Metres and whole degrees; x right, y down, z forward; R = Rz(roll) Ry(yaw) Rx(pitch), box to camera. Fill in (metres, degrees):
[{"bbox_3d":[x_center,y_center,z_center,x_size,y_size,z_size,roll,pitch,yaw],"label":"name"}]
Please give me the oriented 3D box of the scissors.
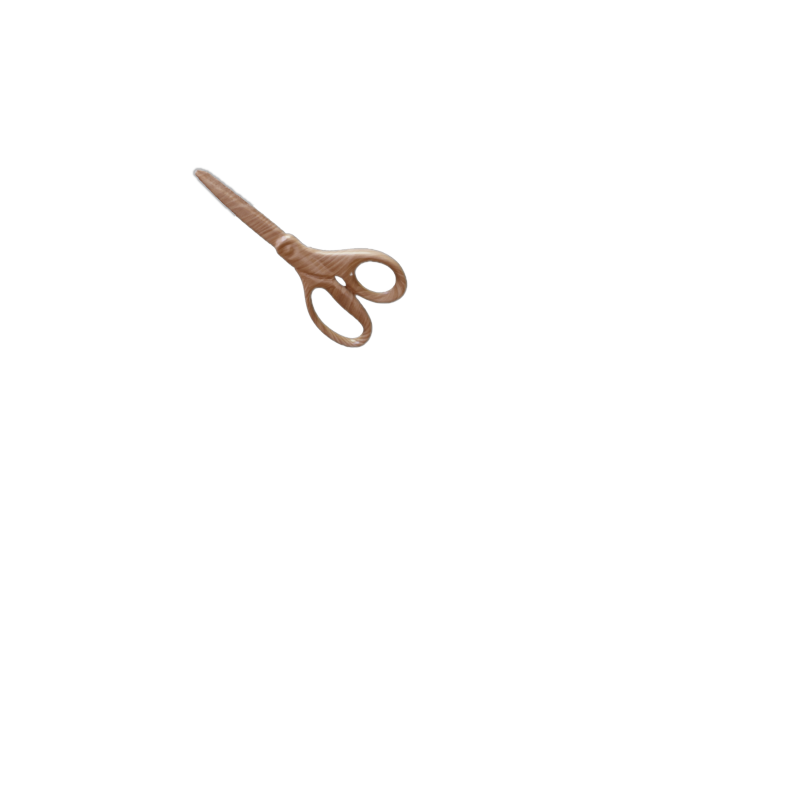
[{"bbox_3d":[-0.070,-0.128,0.895,0.096,0.191,0.017,-30,22,13],"label":"scissors"}]
